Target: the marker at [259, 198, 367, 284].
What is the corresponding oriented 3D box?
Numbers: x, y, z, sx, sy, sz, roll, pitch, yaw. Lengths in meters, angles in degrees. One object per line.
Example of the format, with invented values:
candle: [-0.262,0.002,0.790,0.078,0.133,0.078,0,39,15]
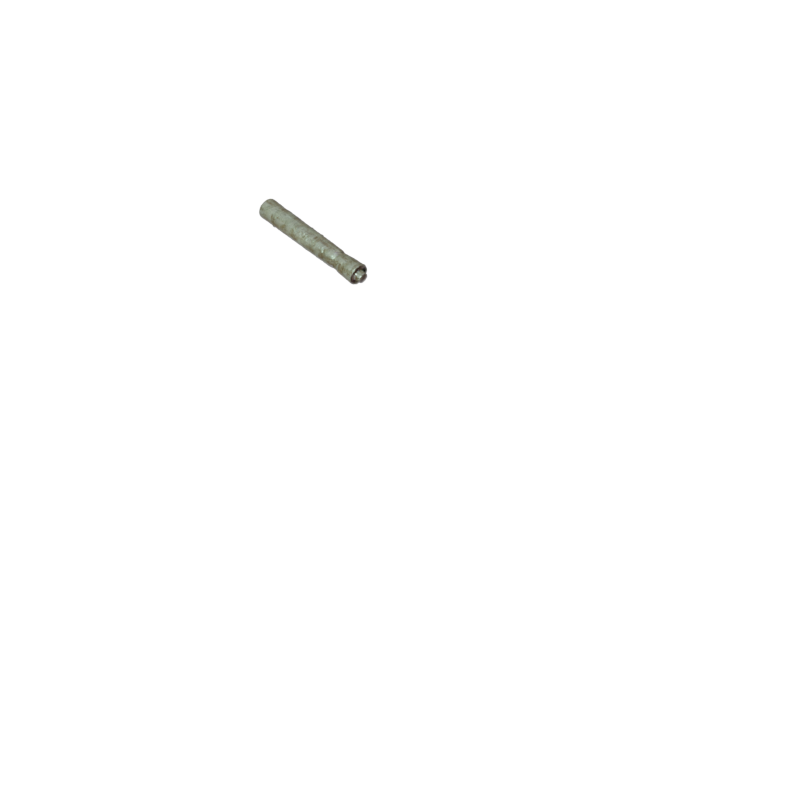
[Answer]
marker: [-0.072,-0.131,0.921,0.129,0.019,0.019,39,26,32]
